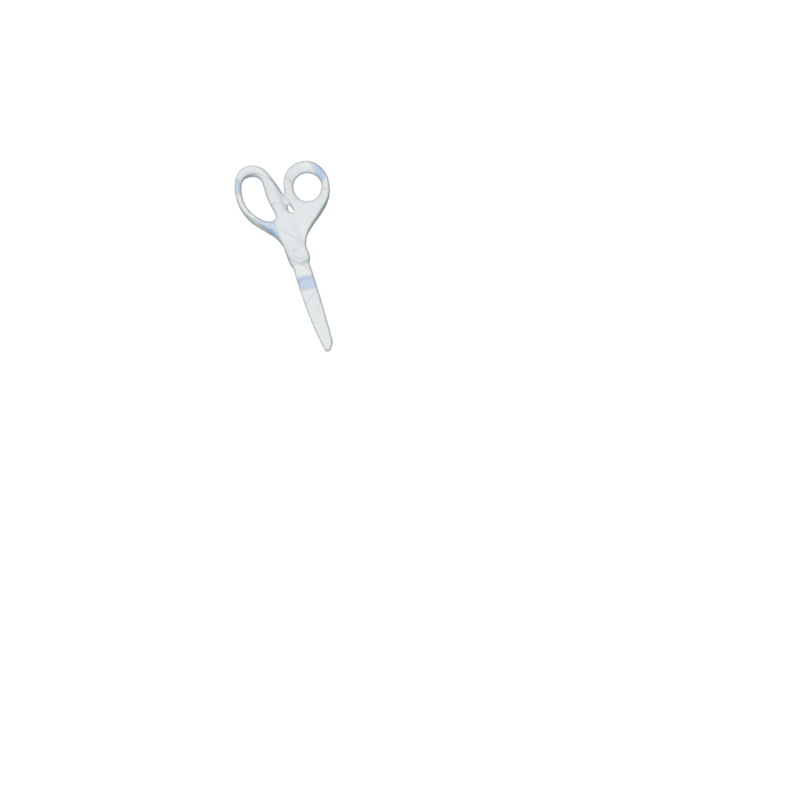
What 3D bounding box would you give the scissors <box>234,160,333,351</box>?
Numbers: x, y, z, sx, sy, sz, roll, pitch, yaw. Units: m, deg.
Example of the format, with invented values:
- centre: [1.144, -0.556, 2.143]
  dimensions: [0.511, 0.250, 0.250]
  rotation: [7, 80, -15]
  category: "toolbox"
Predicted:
- centre: [-0.078, -0.143, 0.998]
  dimensions: [0.096, 0.215, 0.015]
  rotation: [-28, -26, -15]
  category: "scissors"
